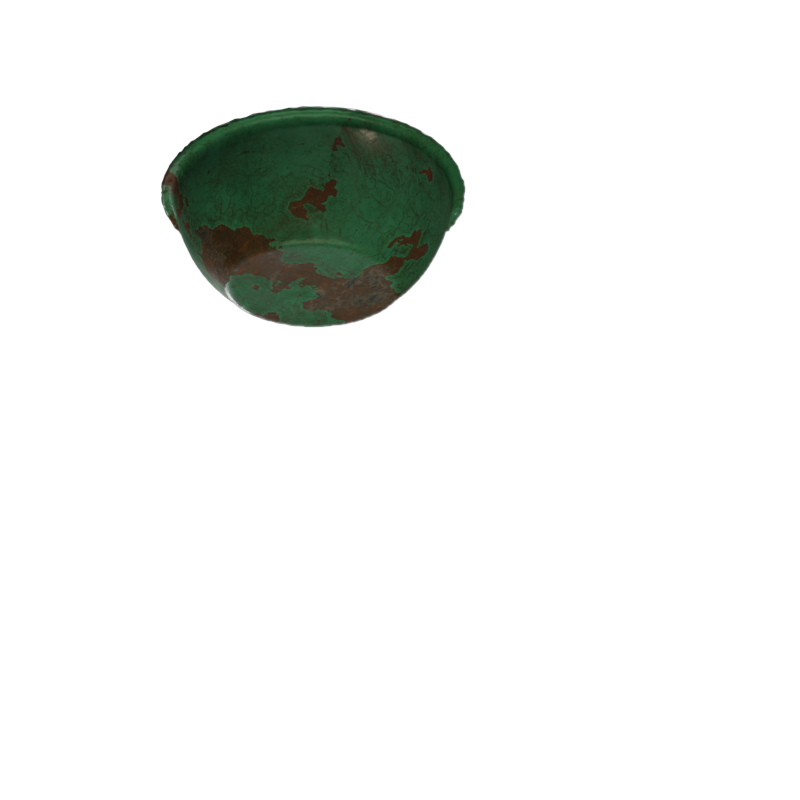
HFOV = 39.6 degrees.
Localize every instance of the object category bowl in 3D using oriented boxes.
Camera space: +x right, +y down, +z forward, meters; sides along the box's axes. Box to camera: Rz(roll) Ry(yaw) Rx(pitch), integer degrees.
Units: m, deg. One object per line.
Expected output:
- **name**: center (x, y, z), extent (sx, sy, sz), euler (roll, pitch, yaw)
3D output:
- **bowl**: center (-0.045, -0.082, 0.578), extent (0.162, 0.058, 0.153), euler (1, -25, -2)
